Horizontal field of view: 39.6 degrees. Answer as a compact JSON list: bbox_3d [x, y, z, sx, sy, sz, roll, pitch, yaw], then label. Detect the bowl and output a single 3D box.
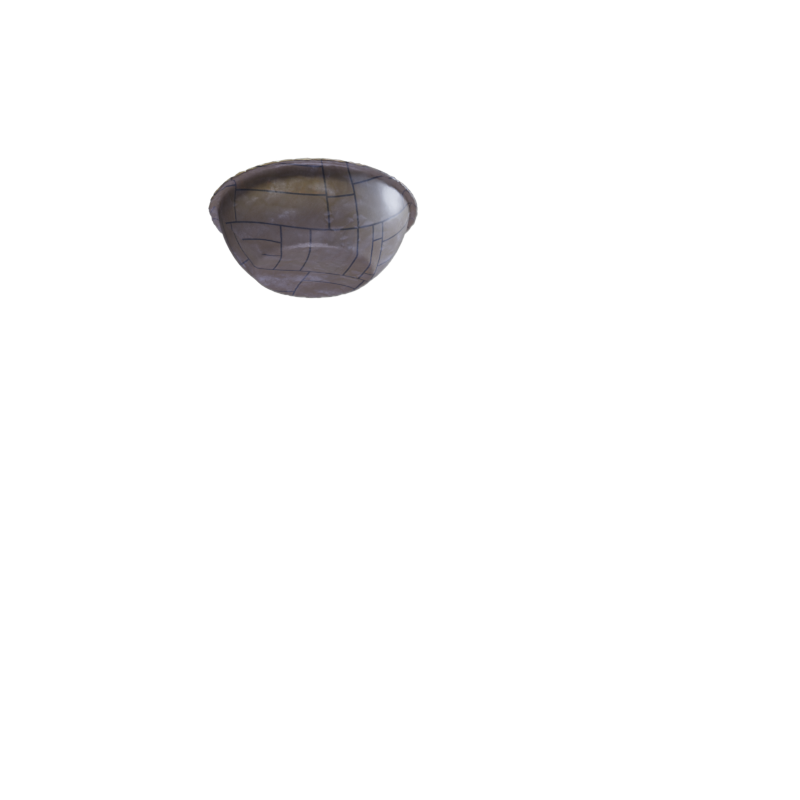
[{"bbox_3d":[-0.066,-0.121,0.846,0.162,0.058,0.154,1,-21,-2],"label":"bowl"}]
